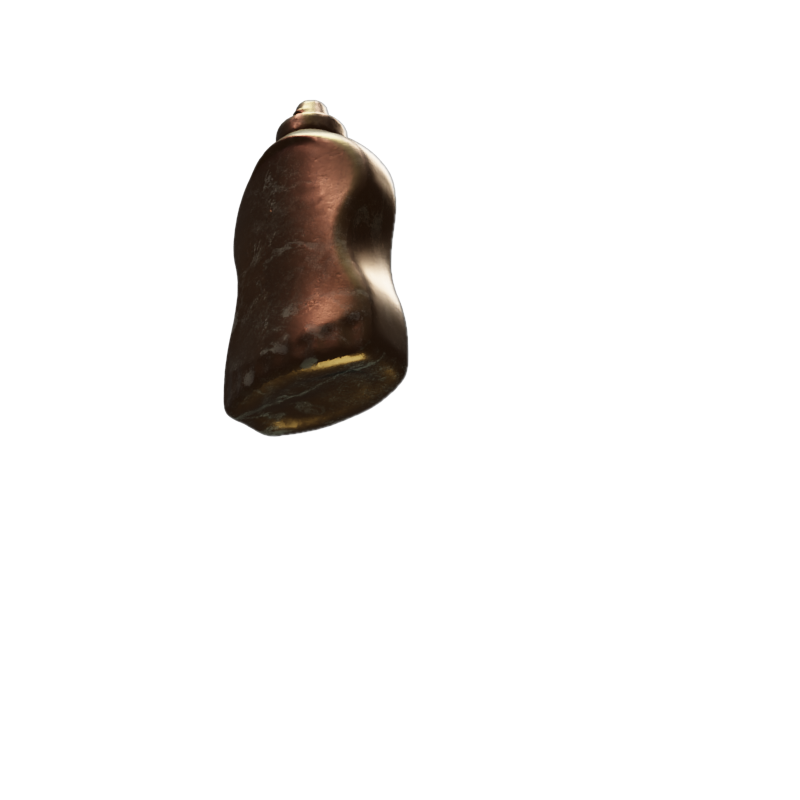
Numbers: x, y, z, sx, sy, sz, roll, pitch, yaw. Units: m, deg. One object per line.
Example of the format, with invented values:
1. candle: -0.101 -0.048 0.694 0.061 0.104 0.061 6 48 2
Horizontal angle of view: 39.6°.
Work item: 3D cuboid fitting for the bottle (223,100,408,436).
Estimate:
1. bottle: -0.046 -0.083 0.583 0.096 0.205 0.054 -27 -41 31
